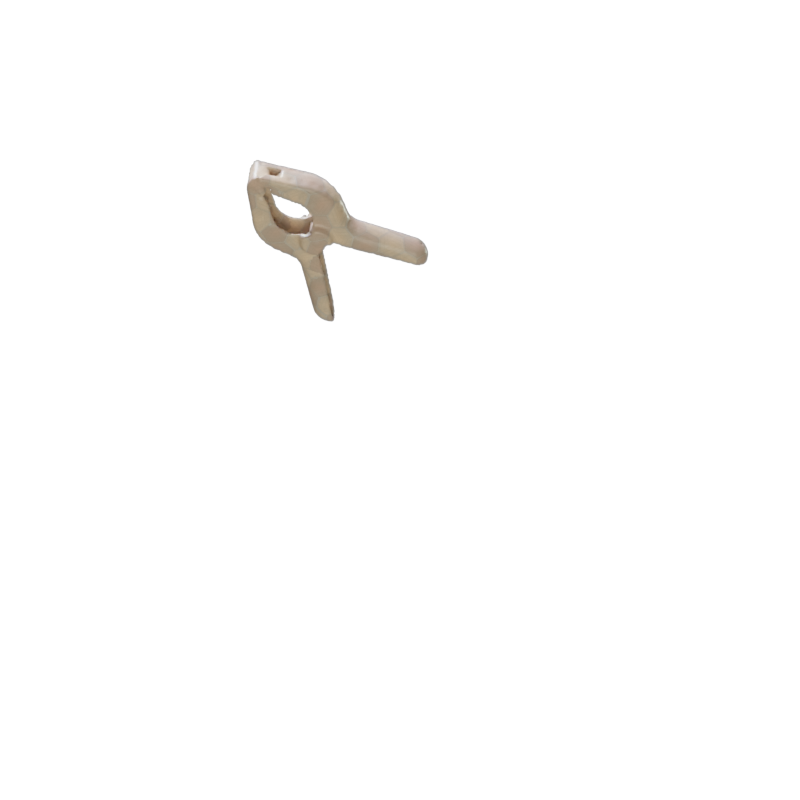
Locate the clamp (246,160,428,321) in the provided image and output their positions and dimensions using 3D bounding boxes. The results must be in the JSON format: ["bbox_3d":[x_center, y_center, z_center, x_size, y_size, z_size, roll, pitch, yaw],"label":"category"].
[{"bbox_3d":[-0.075,-0.136,0.953,0.163,0.118,0.042,35,28,-22],"label":"clamp"}]
